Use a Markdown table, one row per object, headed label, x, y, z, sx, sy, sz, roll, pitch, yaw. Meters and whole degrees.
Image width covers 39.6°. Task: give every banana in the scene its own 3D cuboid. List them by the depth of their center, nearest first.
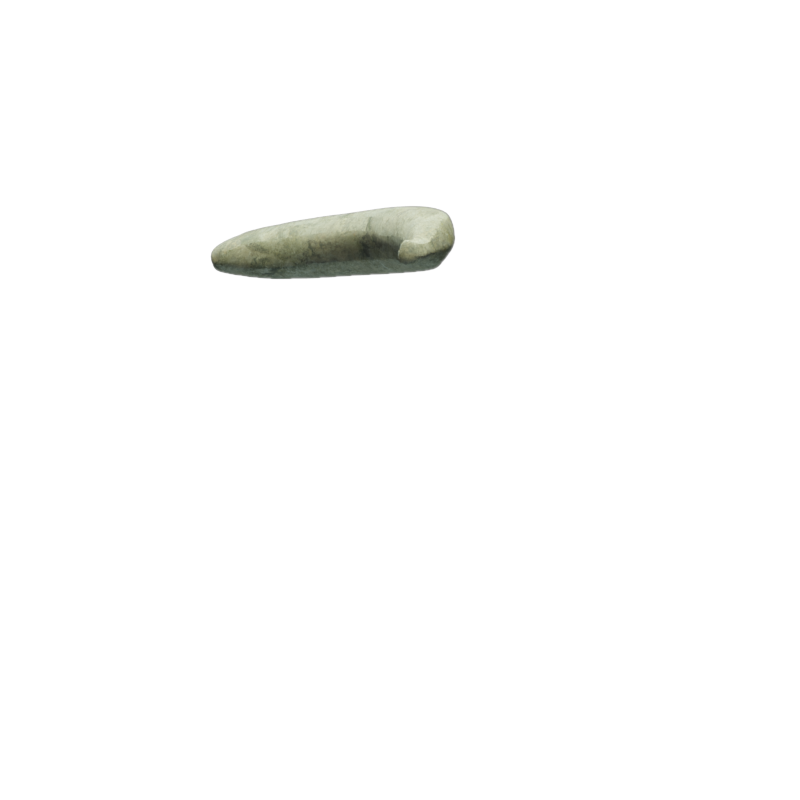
| label | x | y | z | sx | sy | sz | roll | pitch | yaw |
| --- | --- | --- | --- | --- | --- | --- | --- | --- | --- |
| banana | -0.031 | -0.089 | 0.625 | 0.067 | 0.037 | 0.205 | -1 | 3 | -37 |
